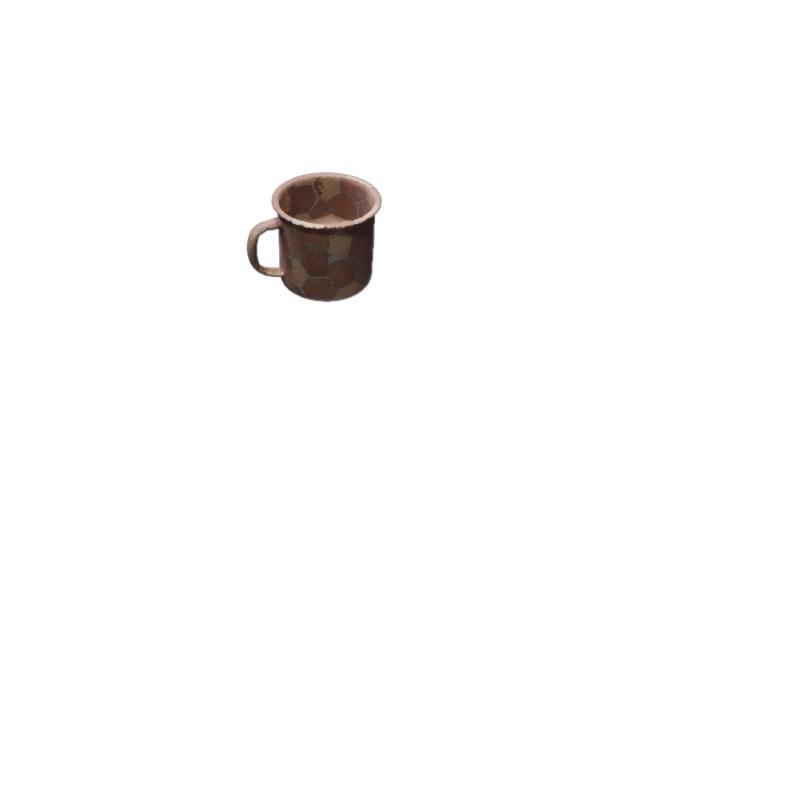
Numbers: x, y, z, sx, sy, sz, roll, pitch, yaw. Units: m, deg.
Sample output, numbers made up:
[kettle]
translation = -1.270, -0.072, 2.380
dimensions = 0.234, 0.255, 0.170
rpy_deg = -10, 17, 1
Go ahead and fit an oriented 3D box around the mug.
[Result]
[mug]
translation = -0.074, -0.135, 0.948
dimensions = 0.115, 0.076, 0.101
rpy_deg = -14, 39, -20
